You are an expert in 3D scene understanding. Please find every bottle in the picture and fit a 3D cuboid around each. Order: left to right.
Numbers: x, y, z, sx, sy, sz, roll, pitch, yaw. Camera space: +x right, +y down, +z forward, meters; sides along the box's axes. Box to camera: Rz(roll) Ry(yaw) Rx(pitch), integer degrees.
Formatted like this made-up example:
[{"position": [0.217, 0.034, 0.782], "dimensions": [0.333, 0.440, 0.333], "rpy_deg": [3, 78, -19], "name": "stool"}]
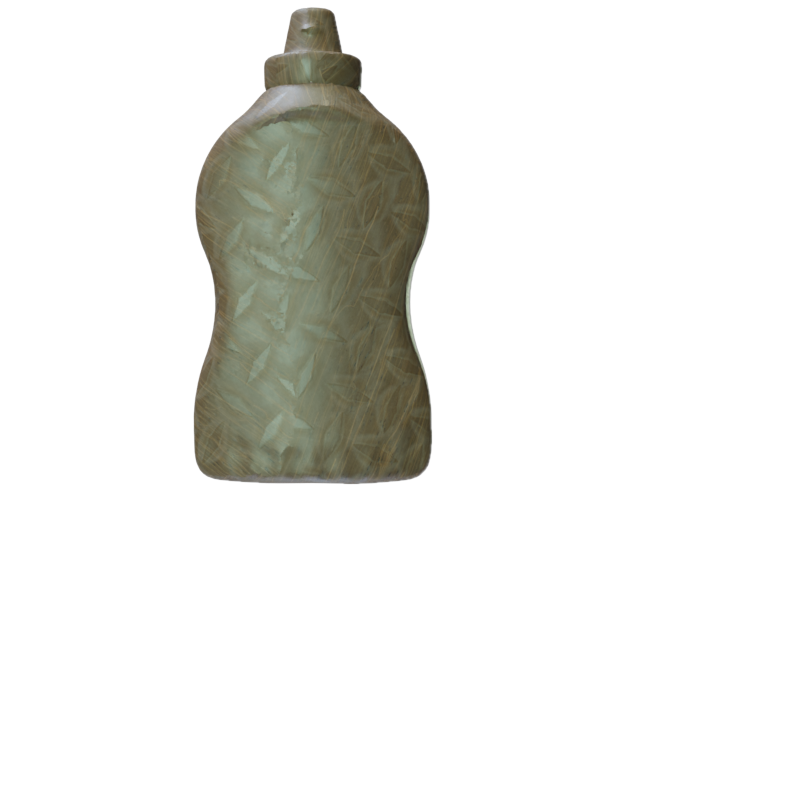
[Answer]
[{"position": [-0.036, -0.065, 0.458], "dimensions": [0.096, 0.193, 0.058], "rpy_deg": [0, -3, 2], "name": "bottle"}]
